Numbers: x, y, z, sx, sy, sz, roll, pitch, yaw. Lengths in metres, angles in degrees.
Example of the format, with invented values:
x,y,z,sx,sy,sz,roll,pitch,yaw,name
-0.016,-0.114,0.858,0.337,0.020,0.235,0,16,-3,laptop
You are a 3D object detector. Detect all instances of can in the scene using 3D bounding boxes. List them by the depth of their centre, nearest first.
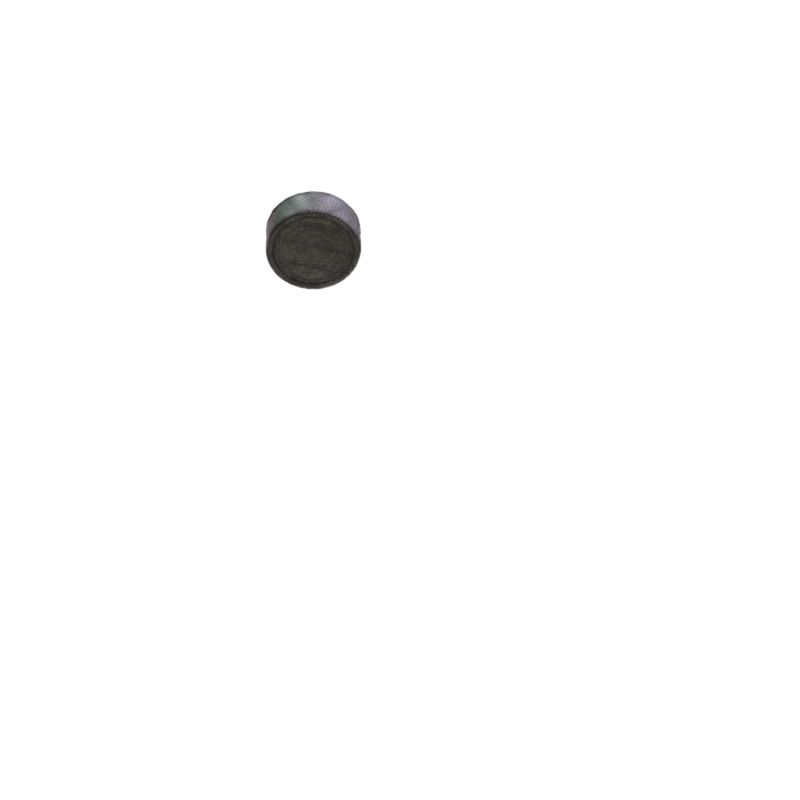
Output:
x,y,z,sx,sy,sz,roll,pitch,yaw,name
-0.077,-0.141,0.985,0.086,0.080,0.036,1,37,-1,can
